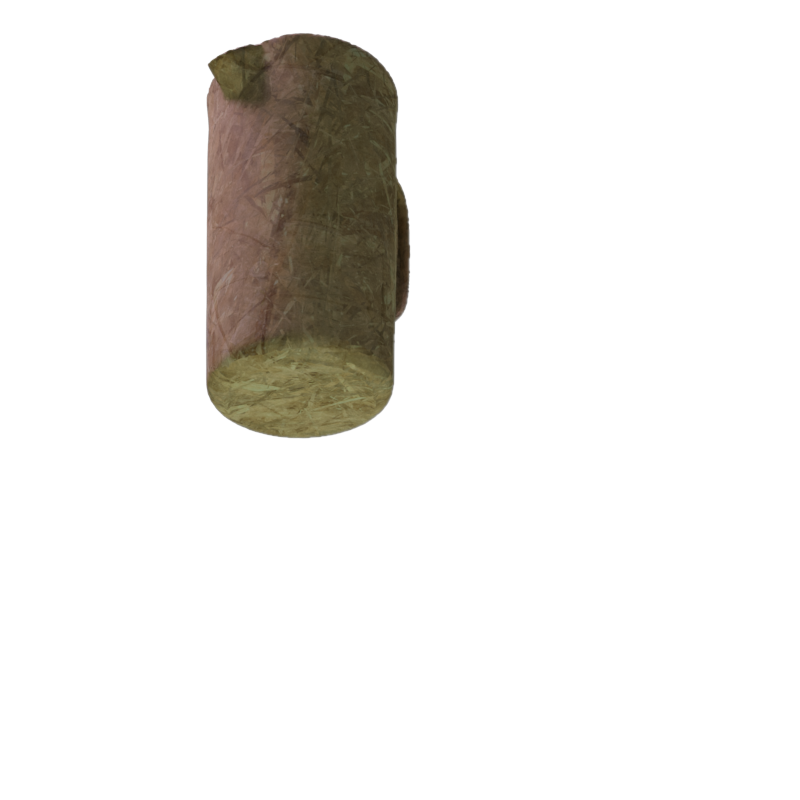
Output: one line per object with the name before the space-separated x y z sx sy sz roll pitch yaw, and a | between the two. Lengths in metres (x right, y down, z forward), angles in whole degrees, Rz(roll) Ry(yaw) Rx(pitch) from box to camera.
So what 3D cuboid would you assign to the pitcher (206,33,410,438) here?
pitcher | -0.055 -0.101 0.708 0.148 0.260 0.136 2 -34 -7
